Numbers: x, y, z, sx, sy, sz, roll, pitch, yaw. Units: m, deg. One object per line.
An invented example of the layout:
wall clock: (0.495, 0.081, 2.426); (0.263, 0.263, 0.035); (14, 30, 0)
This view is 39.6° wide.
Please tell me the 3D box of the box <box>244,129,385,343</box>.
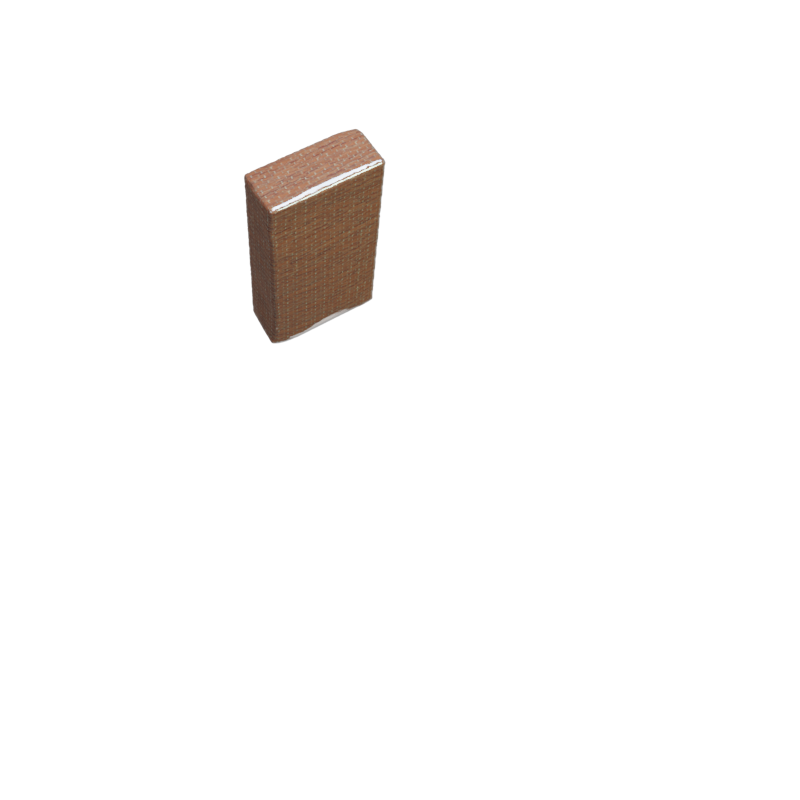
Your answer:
box: (-0.064, -0.117, 0.820); (0.093, 0.051, 0.165); (-27, -27, -19)
